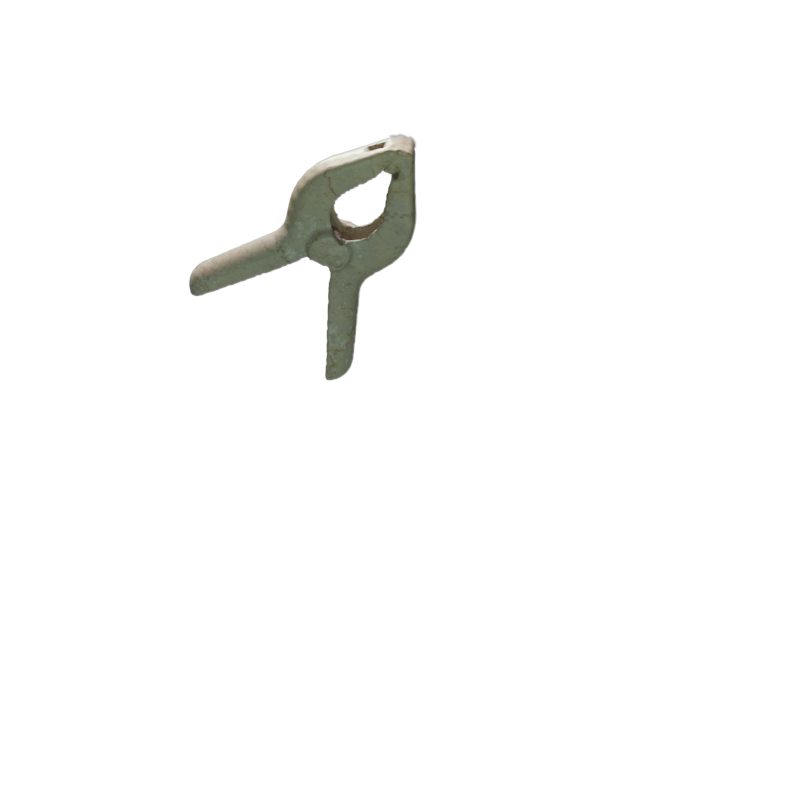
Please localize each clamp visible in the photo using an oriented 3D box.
[{"bbox_3d":[-0.054,-0.099,0.696,0.117,0.166,0.042,24,25,-13],"label":"clamp"}]
